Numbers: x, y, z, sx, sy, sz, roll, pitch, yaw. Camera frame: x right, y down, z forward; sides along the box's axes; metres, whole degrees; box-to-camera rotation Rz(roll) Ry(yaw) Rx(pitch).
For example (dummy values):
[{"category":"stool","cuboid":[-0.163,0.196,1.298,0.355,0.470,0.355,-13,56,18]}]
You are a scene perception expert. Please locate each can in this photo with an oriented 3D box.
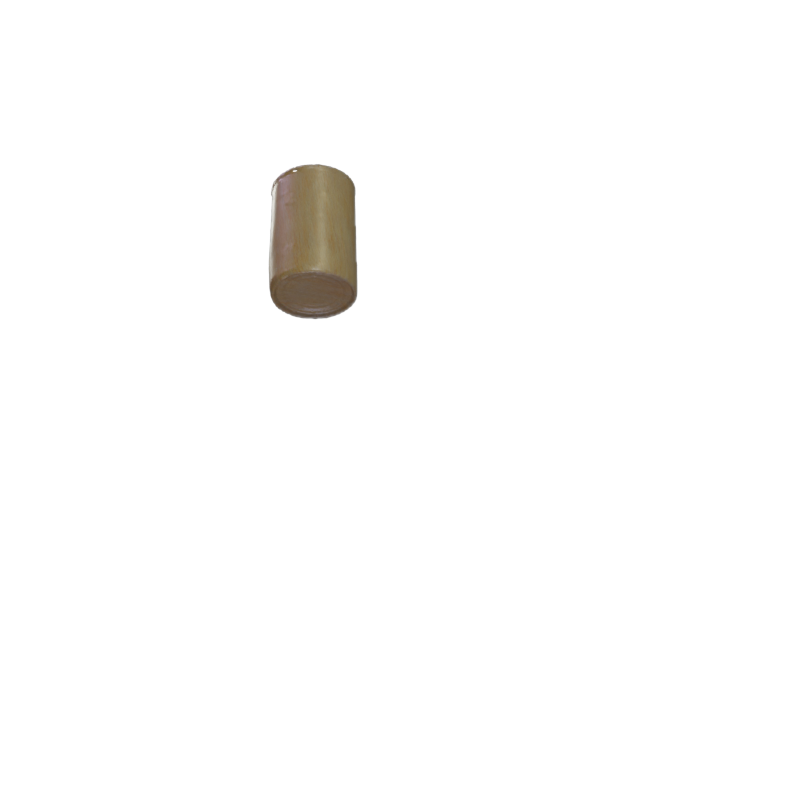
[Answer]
[{"category":"can","cuboid":[-0.067,-0.123,0.861,0.068,0.109,0.064,-1,-33,-2]}]
